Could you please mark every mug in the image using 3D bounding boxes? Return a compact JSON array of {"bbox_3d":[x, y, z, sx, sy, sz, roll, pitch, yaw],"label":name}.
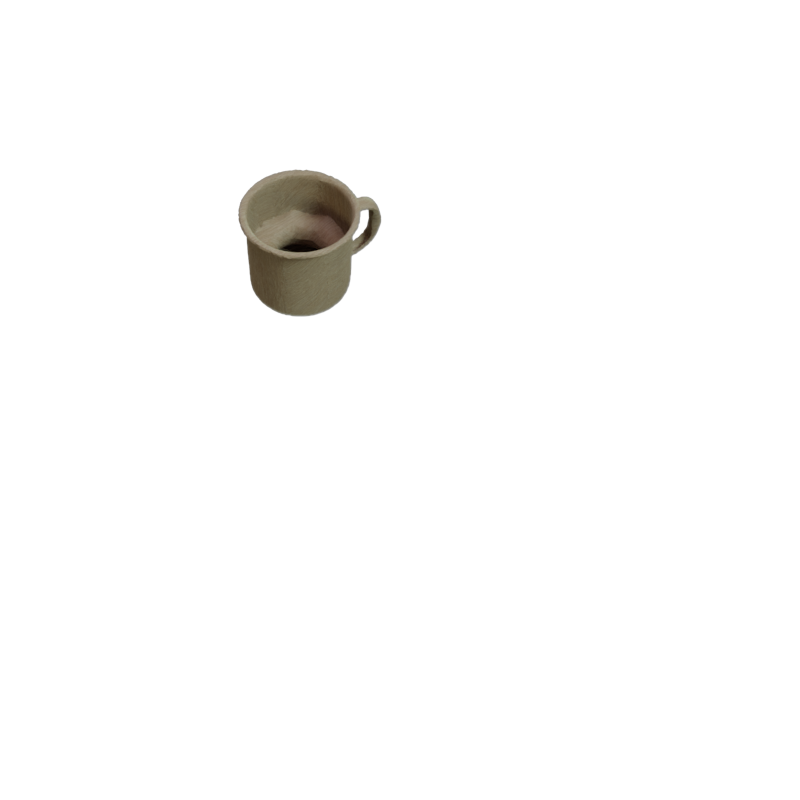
[{"bbox_3d":[-0.068,-0.125,0.873,0.116,0.100,0.076,-25,-34,-20],"label":"mug"}]
